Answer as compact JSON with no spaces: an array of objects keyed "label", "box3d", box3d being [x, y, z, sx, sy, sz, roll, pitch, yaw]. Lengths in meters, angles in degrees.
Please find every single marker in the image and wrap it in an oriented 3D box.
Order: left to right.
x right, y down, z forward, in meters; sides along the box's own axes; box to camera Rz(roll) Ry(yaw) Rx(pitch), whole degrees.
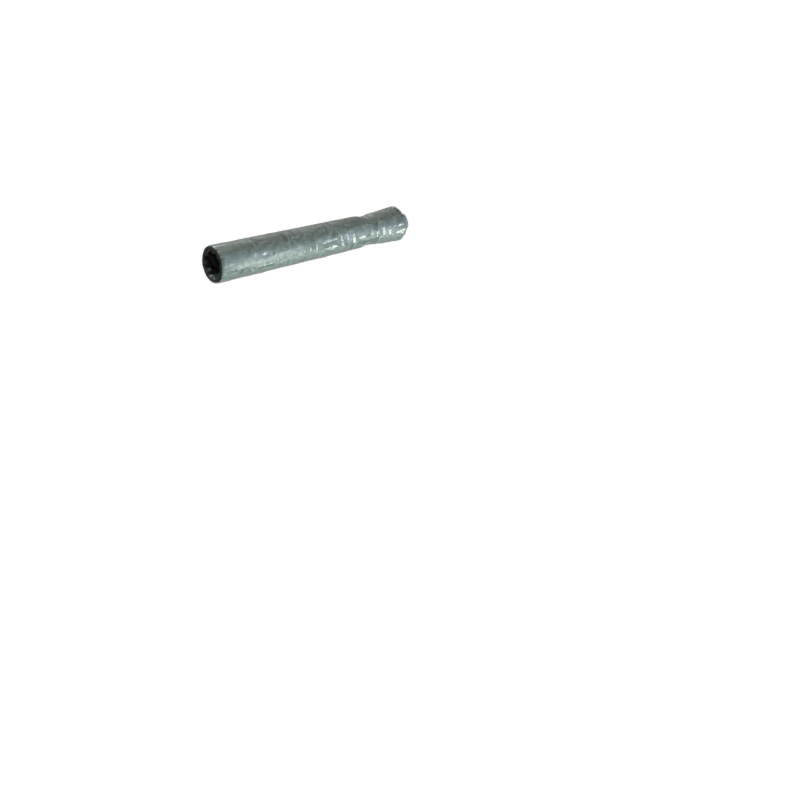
[{"label":"marker","box3d":[-0.044,-0.080,0.559,0.119,0.019,0.021,-19,15,-36]}]
